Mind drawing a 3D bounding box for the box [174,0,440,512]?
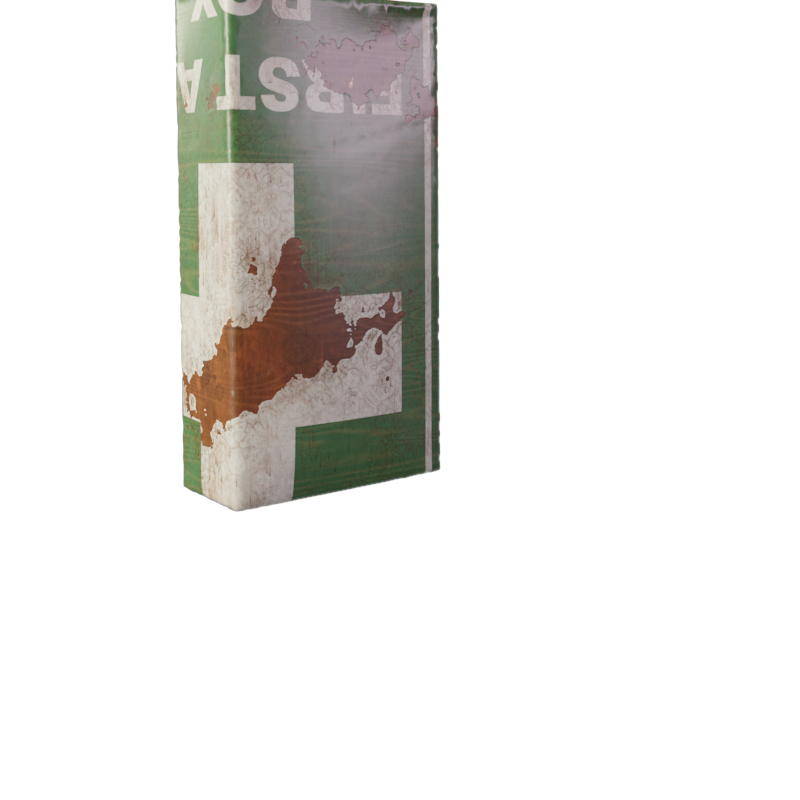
[{"bbox_3d":[-0.032,-0.058,0.404,0.090,0.174,0.050,-5,8,-36],"label":"box"}]
